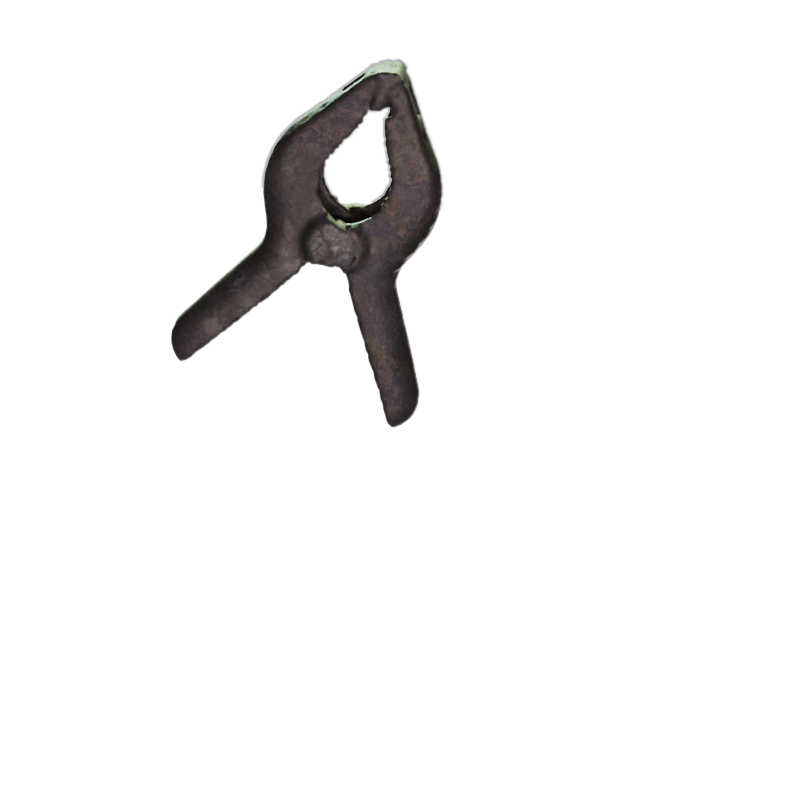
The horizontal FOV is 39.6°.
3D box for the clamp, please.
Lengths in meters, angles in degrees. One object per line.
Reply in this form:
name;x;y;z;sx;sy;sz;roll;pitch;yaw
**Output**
clamp;-0.039;-0.072;0.503;0.119;0.164;0.041;8;20;-4
